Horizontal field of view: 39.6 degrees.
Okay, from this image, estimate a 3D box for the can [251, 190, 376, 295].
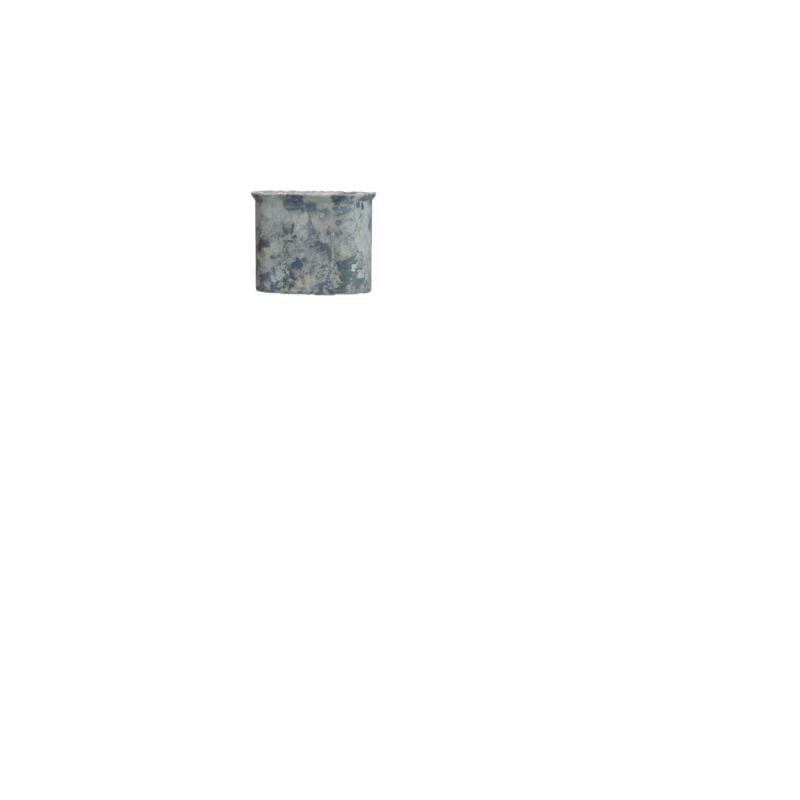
[{"bbox_3d":[-0.072,-0.132,0.925,0.105,0.083,0.057,4,8,20],"label":"can"}]
